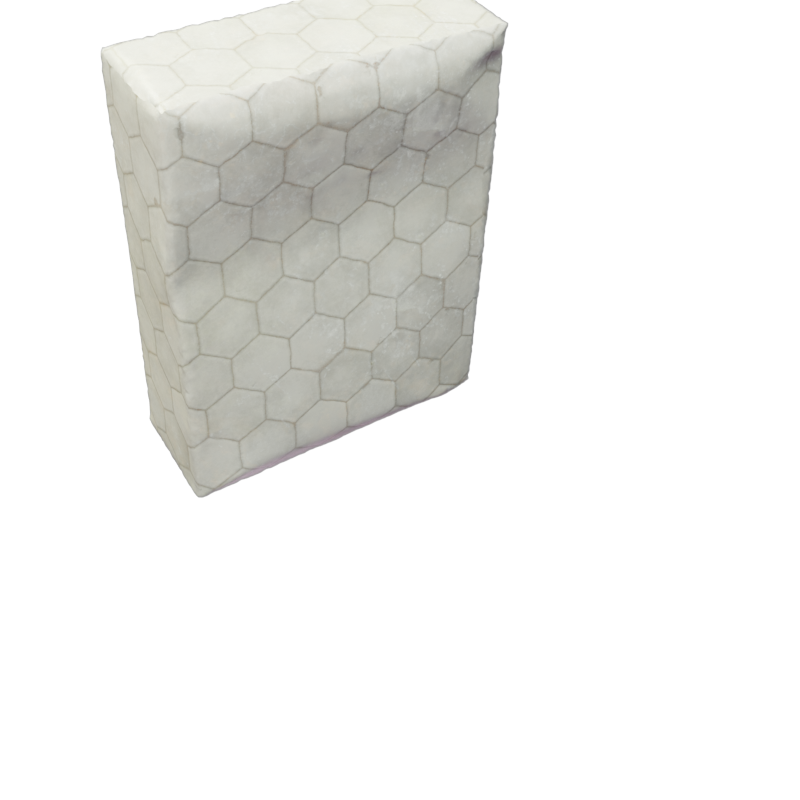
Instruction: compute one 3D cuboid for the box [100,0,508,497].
[{"bbox_3d":[-0.041,-0.074,0.518,0.162,0.199,0.078,-21,46,-25],"label":"box"}]
